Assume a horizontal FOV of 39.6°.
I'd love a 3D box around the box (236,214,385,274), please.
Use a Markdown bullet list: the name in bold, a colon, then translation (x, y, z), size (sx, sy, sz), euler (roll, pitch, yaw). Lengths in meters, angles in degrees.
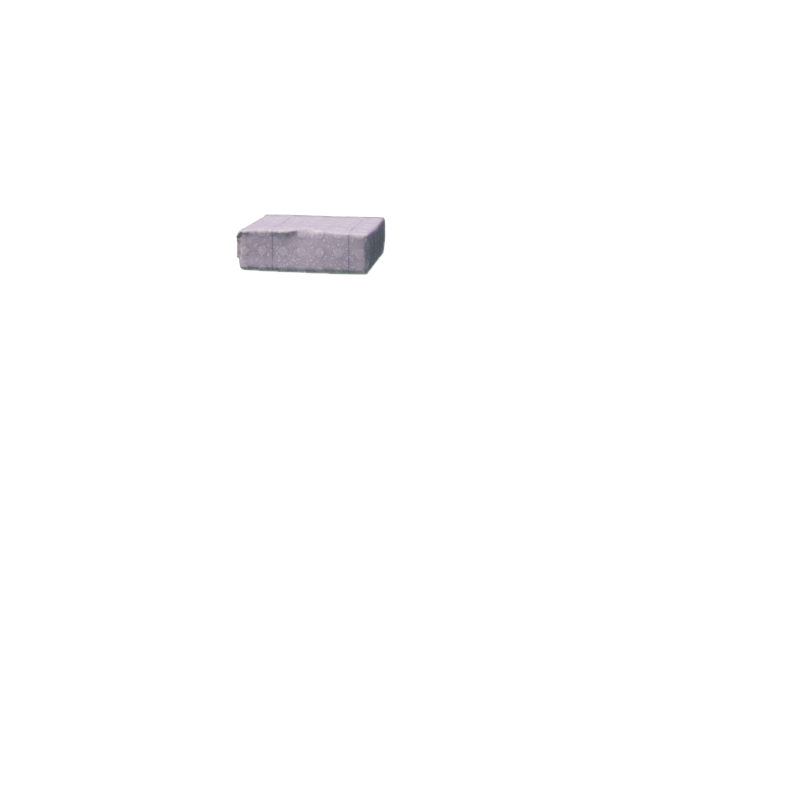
- **box**: translation (-0.059, -0.108, 0.754), size (0.091, 0.029, 0.074), euler (3, 17, 10)
